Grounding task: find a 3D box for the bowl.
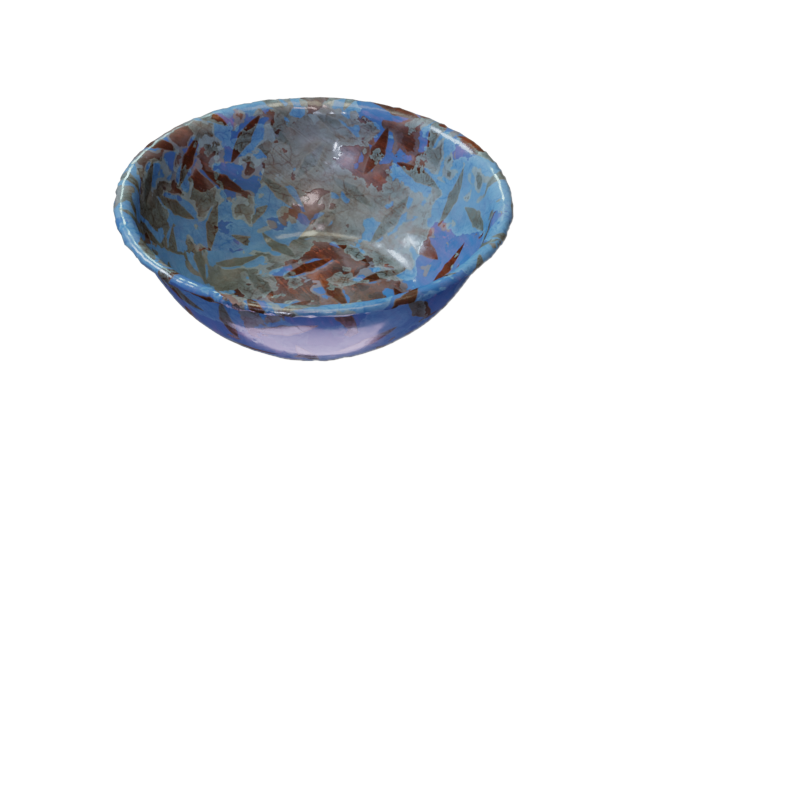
[{"bbox_3d":[-0.036,-0.066,0.465,0.162,0.051,0.174,-1,39,-2],"label":"bowl"}]
